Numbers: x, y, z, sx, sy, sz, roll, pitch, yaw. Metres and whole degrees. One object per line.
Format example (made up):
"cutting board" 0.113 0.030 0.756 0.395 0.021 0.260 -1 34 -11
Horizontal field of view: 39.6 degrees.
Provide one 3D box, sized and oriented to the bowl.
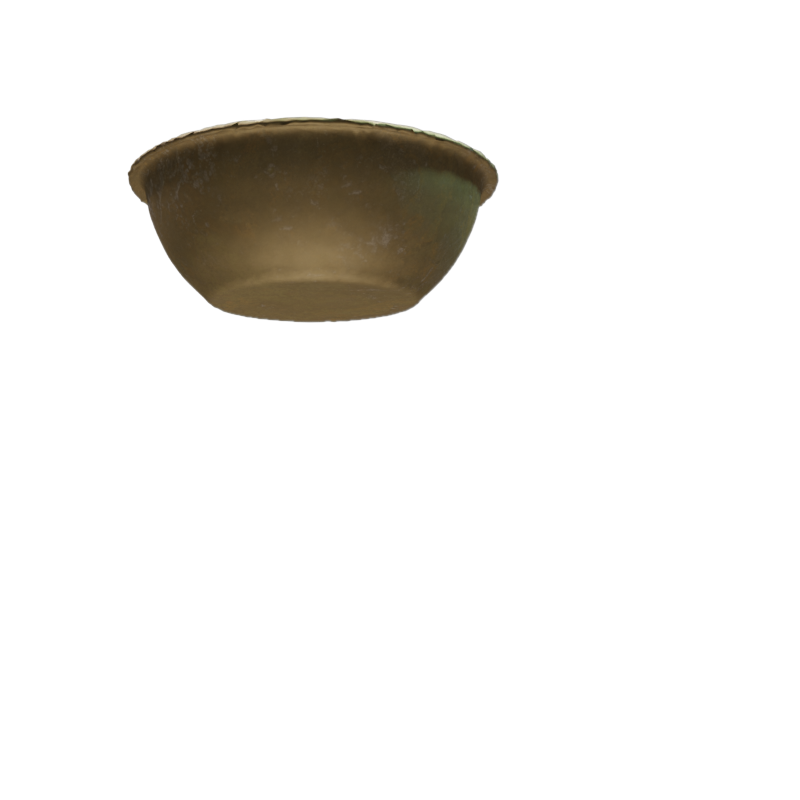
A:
"bowl" -0.038 -0.069 0.483 0.162 0.057 0.158 0 -8 -2
